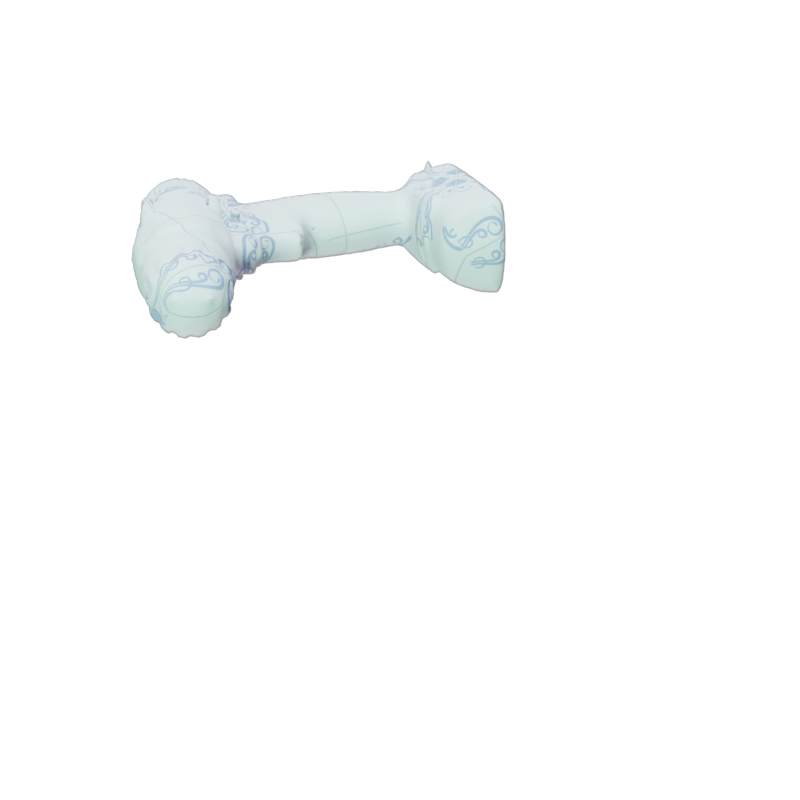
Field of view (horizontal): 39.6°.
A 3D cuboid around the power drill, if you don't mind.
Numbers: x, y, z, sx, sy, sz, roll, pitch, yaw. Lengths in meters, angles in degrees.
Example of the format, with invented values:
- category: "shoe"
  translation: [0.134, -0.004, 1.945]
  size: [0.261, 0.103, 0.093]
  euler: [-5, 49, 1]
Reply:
- category: "power drill"
  translation: [-0.045, -0.083, 0.579]
  size: [0.185, 0.055, 0.195]
  euler: [-4, 24, -10]
